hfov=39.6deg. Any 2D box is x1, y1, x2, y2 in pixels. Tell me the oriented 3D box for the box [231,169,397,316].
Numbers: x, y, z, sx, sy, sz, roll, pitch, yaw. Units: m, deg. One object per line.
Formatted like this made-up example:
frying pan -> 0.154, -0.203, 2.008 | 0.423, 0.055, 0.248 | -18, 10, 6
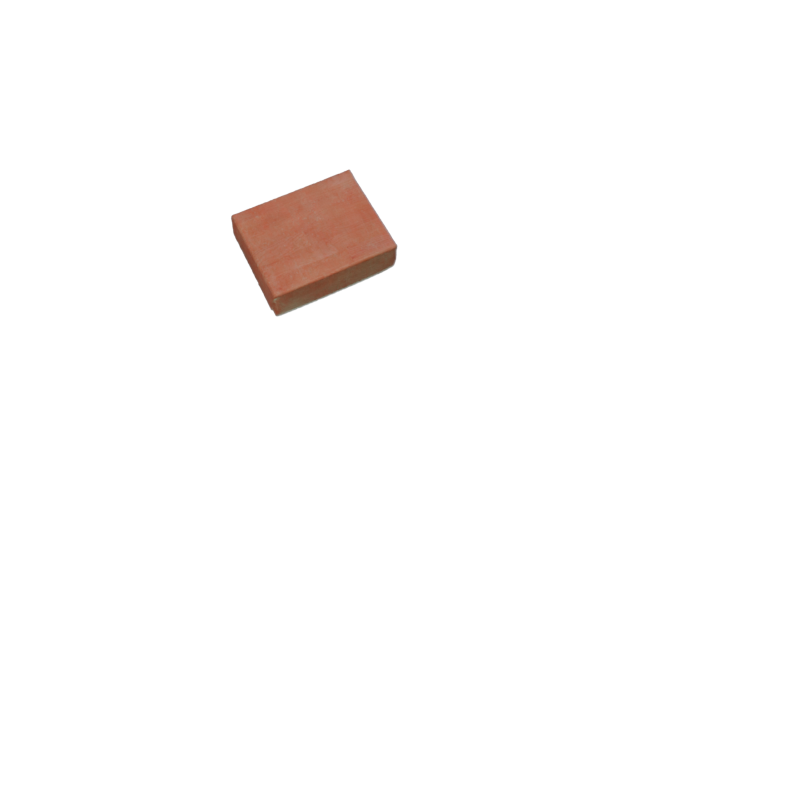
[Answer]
box -> -0.072, -0.131, 0.918 | 0.113, 0.096, 0.036 | -23, -29, -14
